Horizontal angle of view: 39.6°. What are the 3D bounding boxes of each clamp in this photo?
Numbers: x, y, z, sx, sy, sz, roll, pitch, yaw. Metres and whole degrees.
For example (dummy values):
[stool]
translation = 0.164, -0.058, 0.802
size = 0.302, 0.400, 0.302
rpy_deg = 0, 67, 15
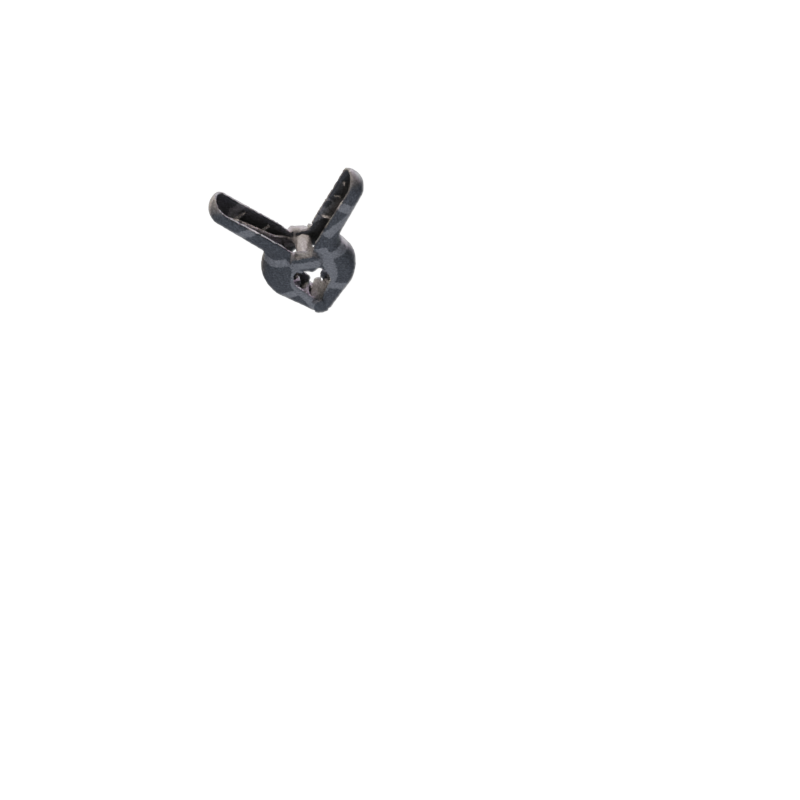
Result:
[clamp]
translation = -0.071, -0.129, 0.904
size = 0.122, 0.042, 0.159
rpy_deg = -8, -27, 15
